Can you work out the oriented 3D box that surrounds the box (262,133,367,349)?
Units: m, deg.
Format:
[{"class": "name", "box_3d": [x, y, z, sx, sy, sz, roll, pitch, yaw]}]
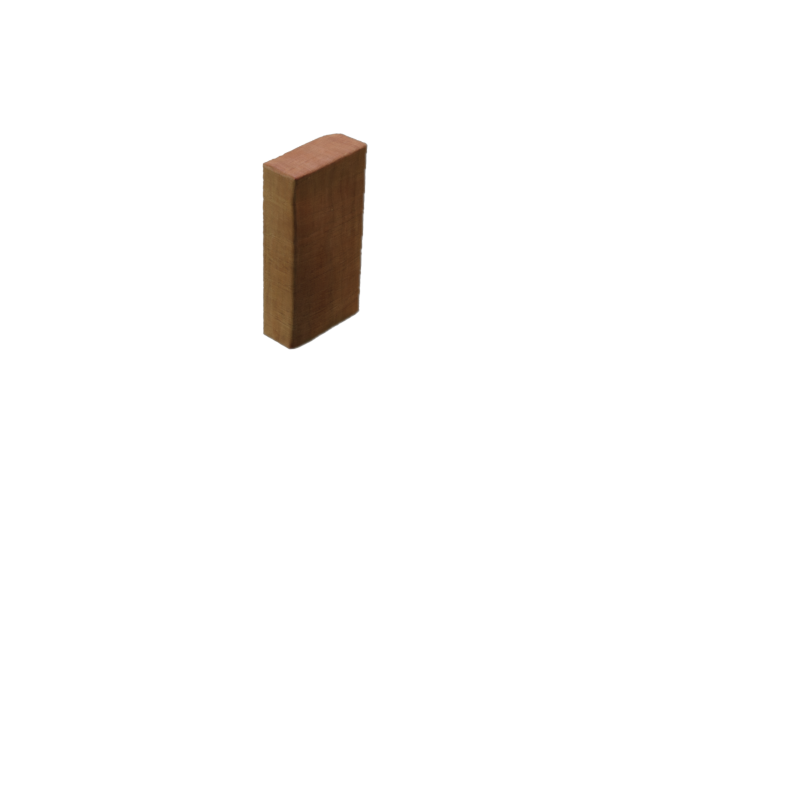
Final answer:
[{"class": "box", "box_3d": [-0.076, -0.139, 0.974, 0.051, 0.166, 0.093, 25, 39, 32]}]
